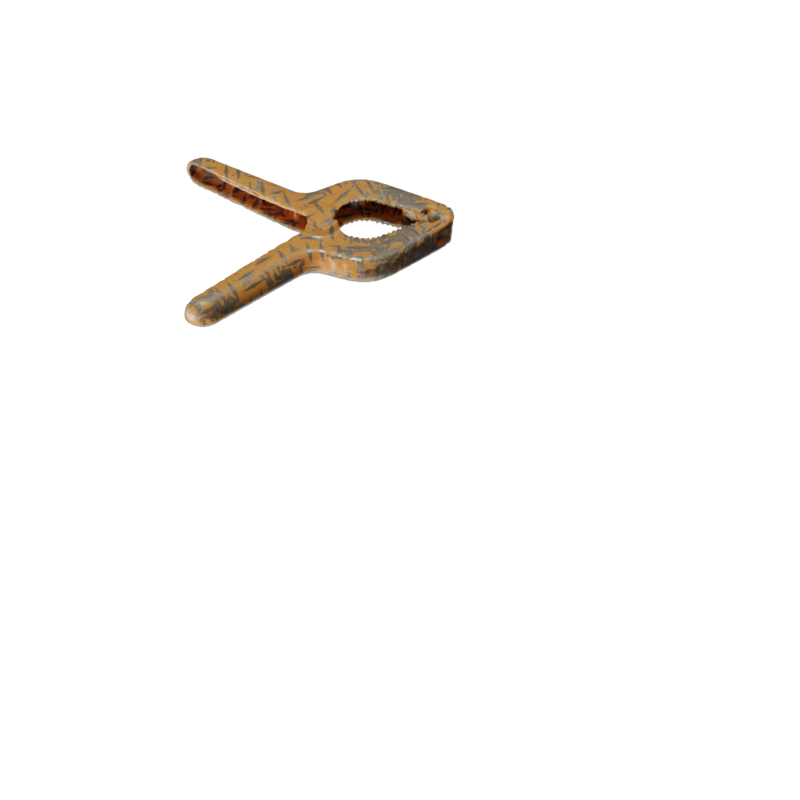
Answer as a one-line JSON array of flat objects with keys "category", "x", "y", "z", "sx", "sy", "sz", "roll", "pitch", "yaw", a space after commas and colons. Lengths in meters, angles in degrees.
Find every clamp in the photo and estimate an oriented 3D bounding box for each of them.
[{"category": "clamp", "x": -0.065, "y": -0.119, "z": 0.832, "sx": 0.210, "sy": 0.176, "sz": 0.034, "roll": 1, "pitch": -39, "yaw": 1}]
